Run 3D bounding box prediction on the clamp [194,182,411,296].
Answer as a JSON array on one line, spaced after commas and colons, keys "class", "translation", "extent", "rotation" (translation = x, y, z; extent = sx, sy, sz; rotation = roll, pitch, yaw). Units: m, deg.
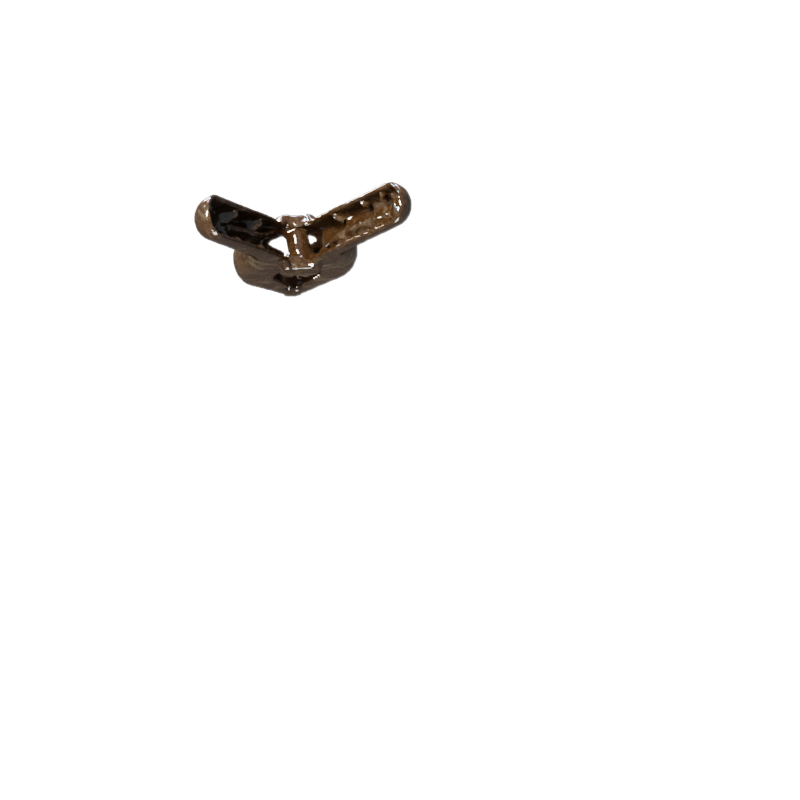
[{"class": "clamp", "translation": [-0.053, -0.097, 0.681], "extent": [0.121, 0.040, 0.167], "rotation": [0, -5, 2]}]
